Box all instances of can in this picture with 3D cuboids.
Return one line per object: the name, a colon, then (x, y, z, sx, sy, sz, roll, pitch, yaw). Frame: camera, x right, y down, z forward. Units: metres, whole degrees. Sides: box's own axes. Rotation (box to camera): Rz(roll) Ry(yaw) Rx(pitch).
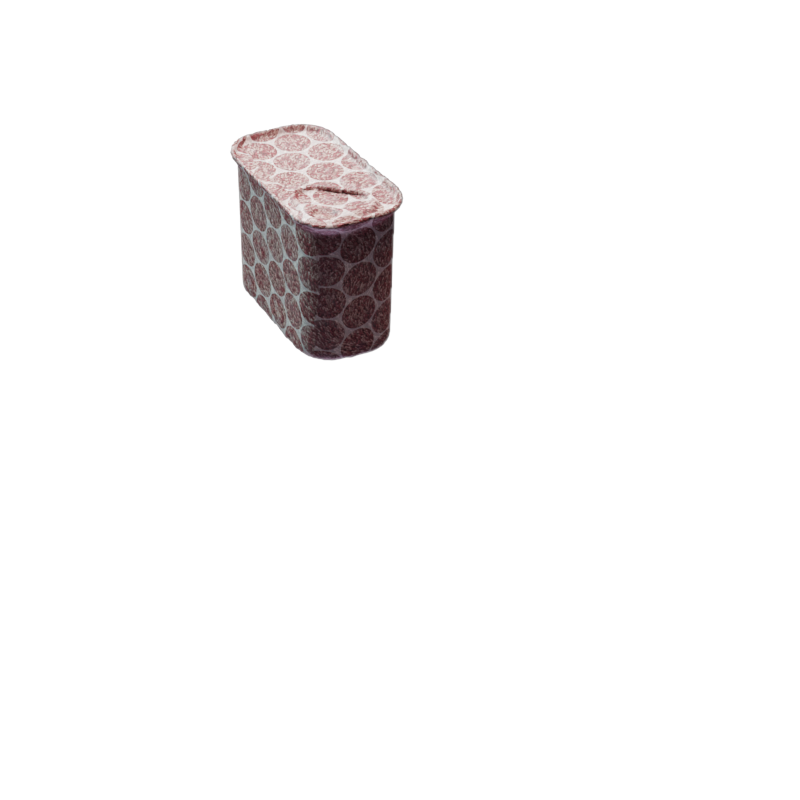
can: (-0.044, -0.081, 0.566, 0.057, 0.078, 0.110, -17, 40, -25)
